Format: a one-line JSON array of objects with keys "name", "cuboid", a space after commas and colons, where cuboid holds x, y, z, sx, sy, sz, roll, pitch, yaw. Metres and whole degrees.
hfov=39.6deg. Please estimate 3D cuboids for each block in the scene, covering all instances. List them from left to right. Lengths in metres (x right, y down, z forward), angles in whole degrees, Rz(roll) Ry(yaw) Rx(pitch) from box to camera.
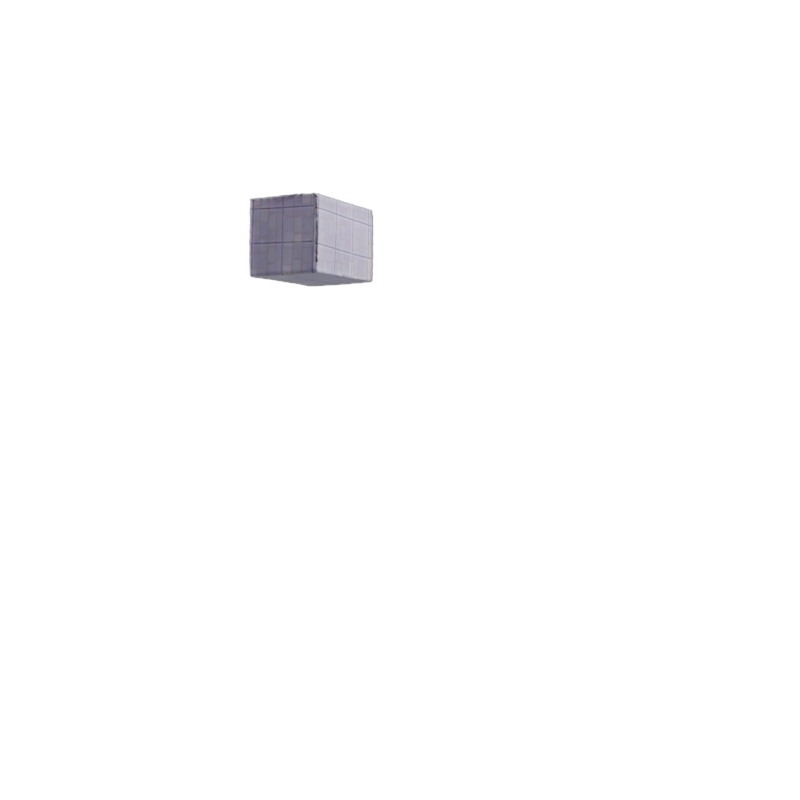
[{"name": "block", "cuboid": [-0.057, -0.104, 0.731, 0.054, 0.052, 0.075, -2, -3, 27]}]
